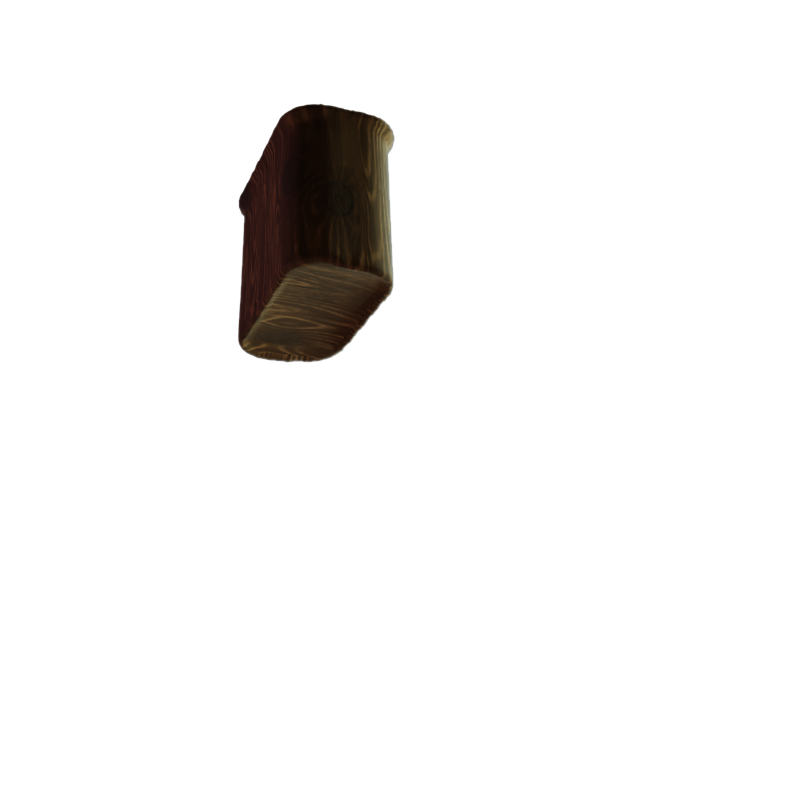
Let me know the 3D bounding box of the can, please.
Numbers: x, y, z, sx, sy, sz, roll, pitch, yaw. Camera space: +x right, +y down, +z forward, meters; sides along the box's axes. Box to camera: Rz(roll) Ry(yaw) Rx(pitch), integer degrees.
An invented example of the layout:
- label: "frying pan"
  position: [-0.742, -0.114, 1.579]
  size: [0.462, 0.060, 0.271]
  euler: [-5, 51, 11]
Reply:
- label: "can"
  position: [-0.041, -0.075, 0.527]
  size: [0.056, 0.089, 0.099]
  euler: [10, -30, -20]
